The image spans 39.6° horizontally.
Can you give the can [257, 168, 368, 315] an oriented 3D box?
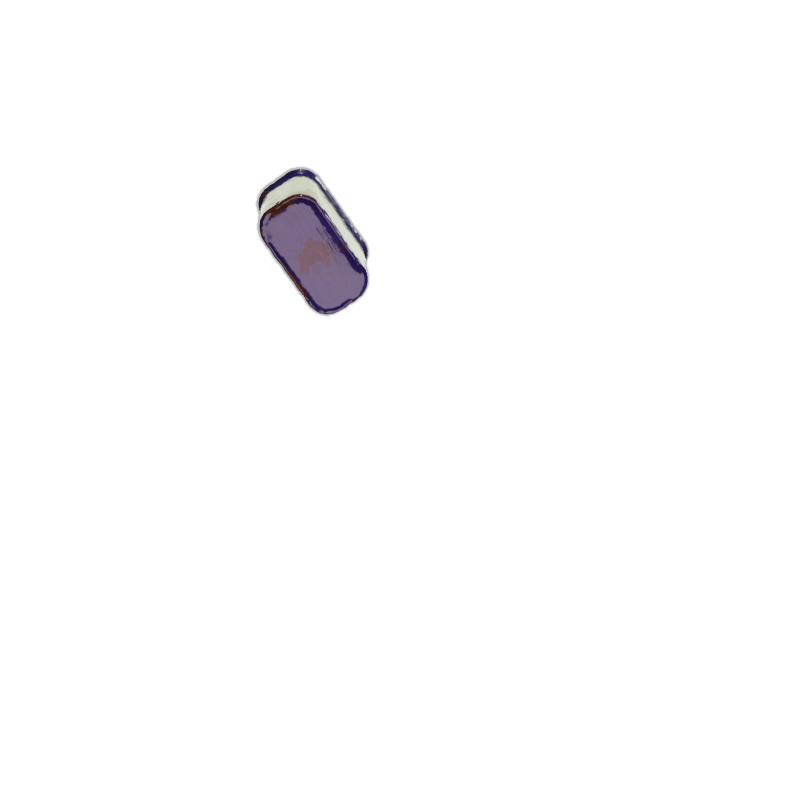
[{"bbox_3d":[-0.068,-0.124,0.869,0.057,0.098,0.087,-34,16,9],"label":"can"}]
